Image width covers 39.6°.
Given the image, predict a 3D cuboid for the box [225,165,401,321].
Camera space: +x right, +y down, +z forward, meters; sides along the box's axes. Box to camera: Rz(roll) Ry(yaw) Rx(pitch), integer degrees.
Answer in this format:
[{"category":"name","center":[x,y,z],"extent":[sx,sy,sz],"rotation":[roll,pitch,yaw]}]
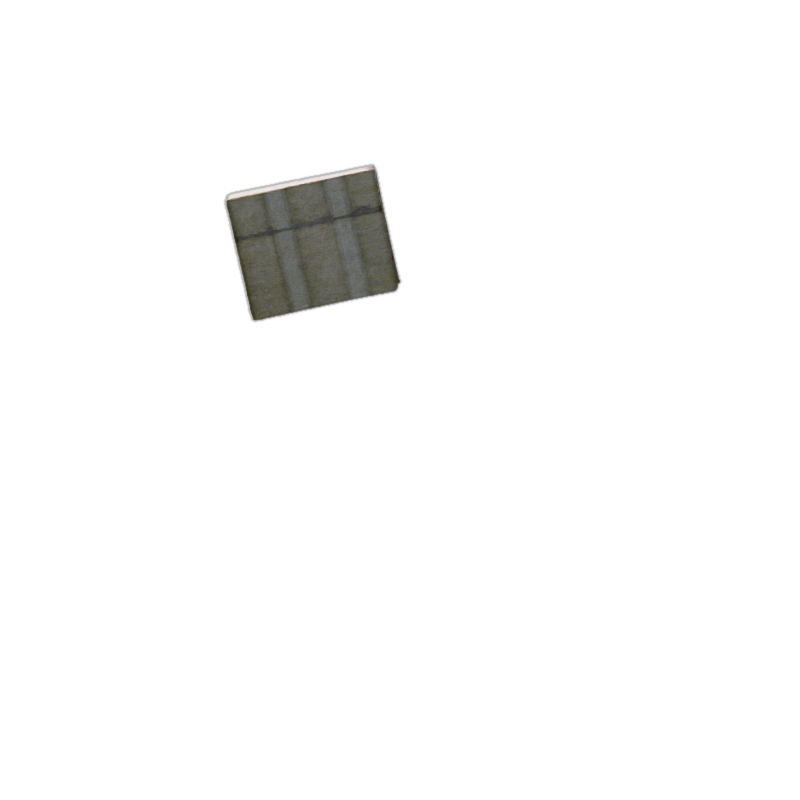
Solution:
[{"category":"box","center":[-0.050,-0.092,0.644],"extent":[0.089,0.071,0.031],"rotation":[-12,10,2]}]
